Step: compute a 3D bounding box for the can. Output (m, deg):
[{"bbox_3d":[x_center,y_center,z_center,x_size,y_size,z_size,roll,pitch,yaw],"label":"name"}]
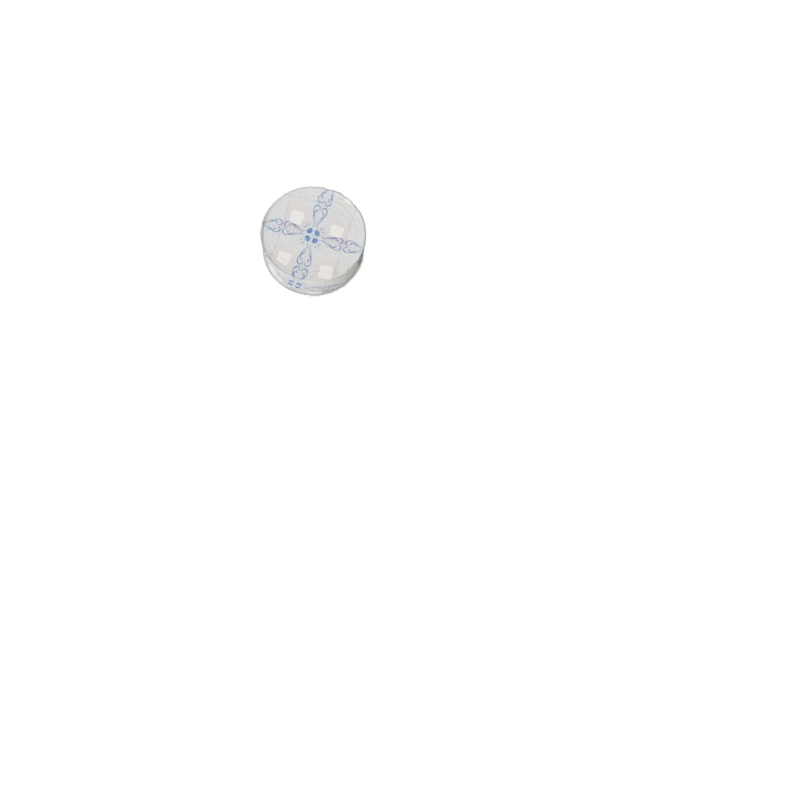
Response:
[{"bbox_3d":[-0.071,-0.130,0.910,0.086,0.091,0.032,-1,-23,-1],"label":"can"}]
